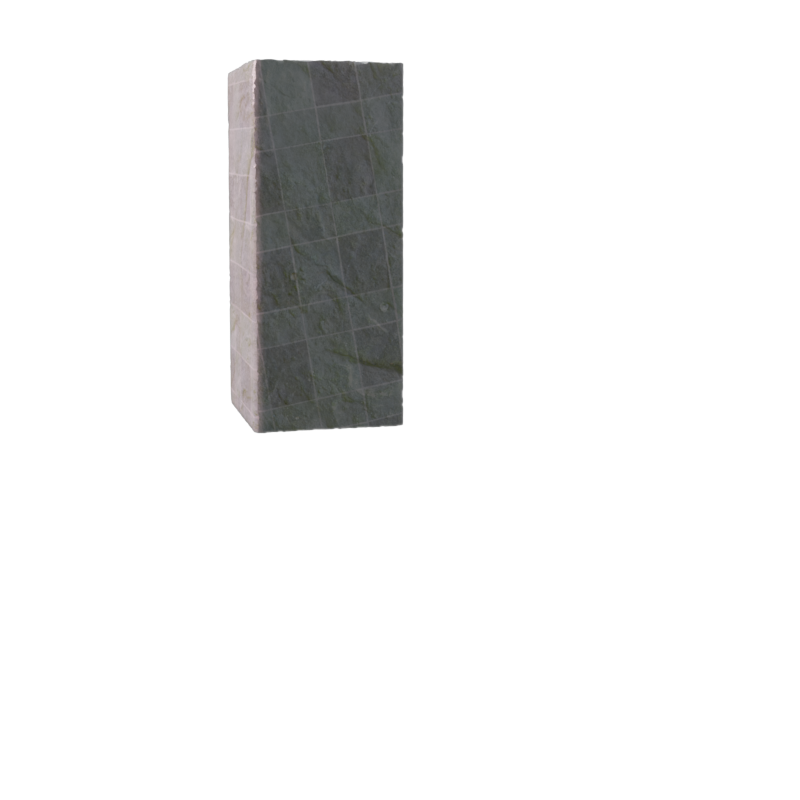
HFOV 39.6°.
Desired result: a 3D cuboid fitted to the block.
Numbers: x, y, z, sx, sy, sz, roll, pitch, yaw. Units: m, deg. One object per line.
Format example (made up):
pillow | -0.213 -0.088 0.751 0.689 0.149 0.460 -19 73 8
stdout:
block | -0.052 -0.094 0.660 0.088 0.204 0.093 -1 5 -16
